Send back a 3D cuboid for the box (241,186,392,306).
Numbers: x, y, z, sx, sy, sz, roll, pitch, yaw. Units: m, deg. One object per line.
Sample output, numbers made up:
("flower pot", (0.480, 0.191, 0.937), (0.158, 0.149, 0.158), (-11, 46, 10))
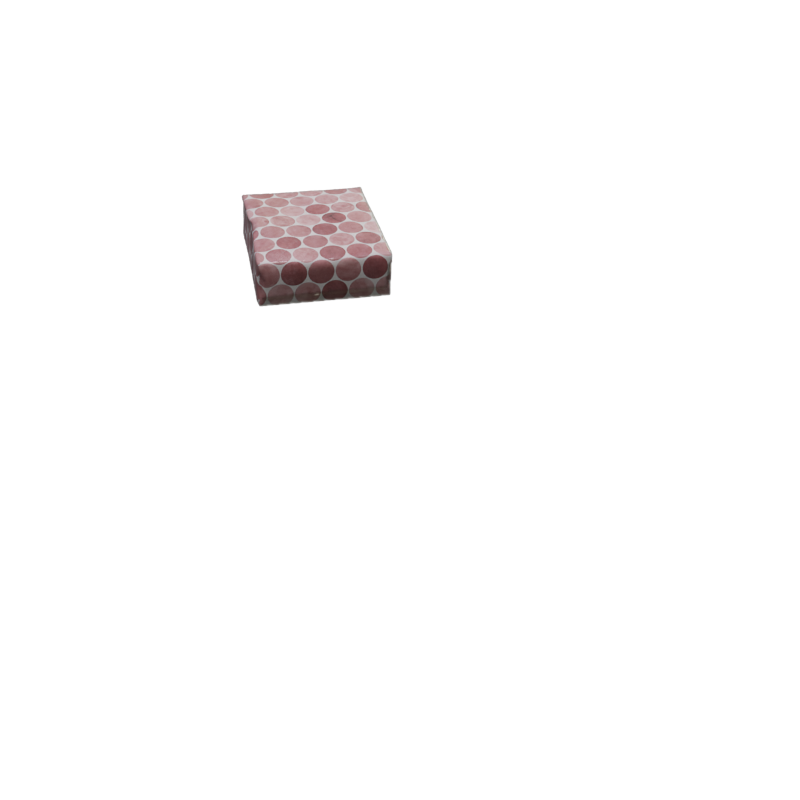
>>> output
("box", (-0.049, -0.090, 0.627), (0.072, 0.028, 0.096), (-6, 34, -9))
